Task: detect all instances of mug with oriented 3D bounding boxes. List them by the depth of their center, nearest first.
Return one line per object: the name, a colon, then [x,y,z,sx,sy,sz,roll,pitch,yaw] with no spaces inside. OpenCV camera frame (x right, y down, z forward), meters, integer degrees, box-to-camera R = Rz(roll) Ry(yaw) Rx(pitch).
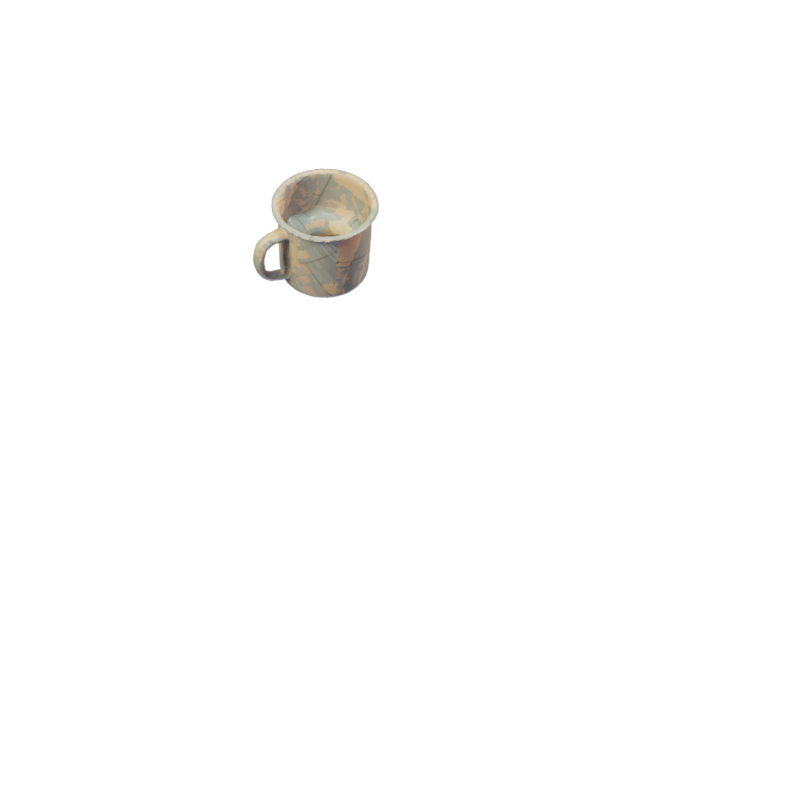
mug: [-0.077,-0.140,0.981,0.117,0.076,0.100,-28,55,-24]
